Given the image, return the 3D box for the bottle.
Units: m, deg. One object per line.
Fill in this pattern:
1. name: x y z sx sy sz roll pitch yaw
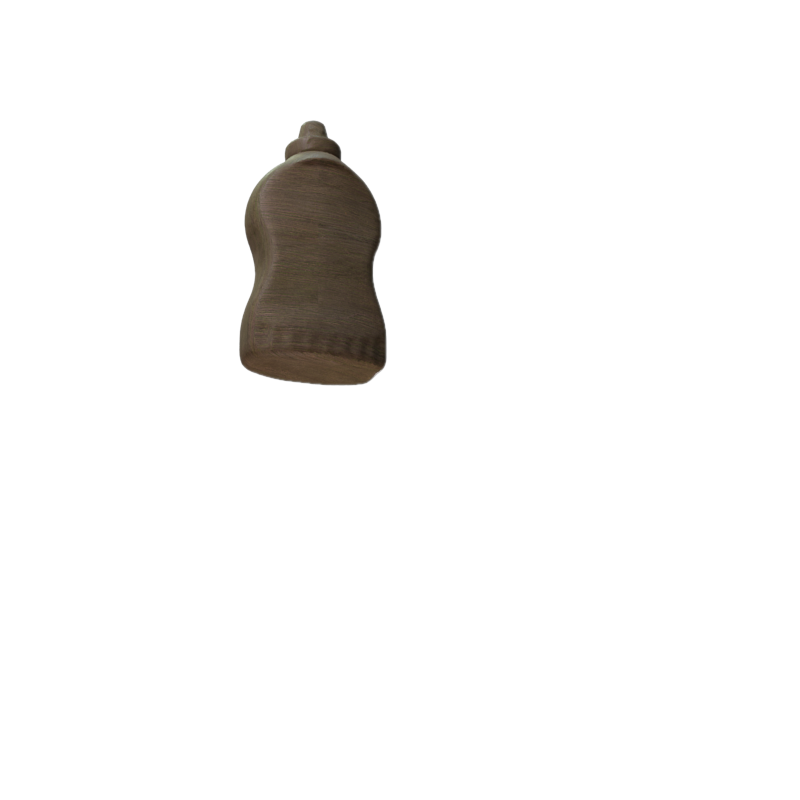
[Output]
1. bottle: -0.060 -0.109 0.768 0.094 0.203 0.056 6 -26 -17
